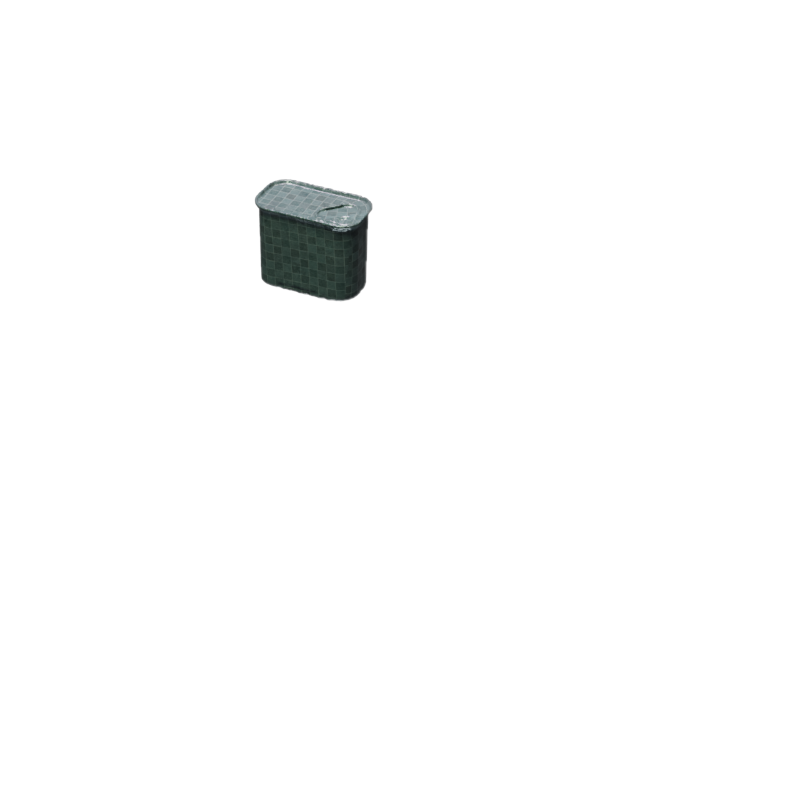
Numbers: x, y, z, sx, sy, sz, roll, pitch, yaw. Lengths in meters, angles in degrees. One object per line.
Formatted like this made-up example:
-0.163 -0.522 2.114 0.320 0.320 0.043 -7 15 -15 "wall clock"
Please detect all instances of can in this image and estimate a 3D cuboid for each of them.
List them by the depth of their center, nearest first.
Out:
-0.078 -0.142 0.997 0.106 0.078 0.059 16 38 19 "can"
